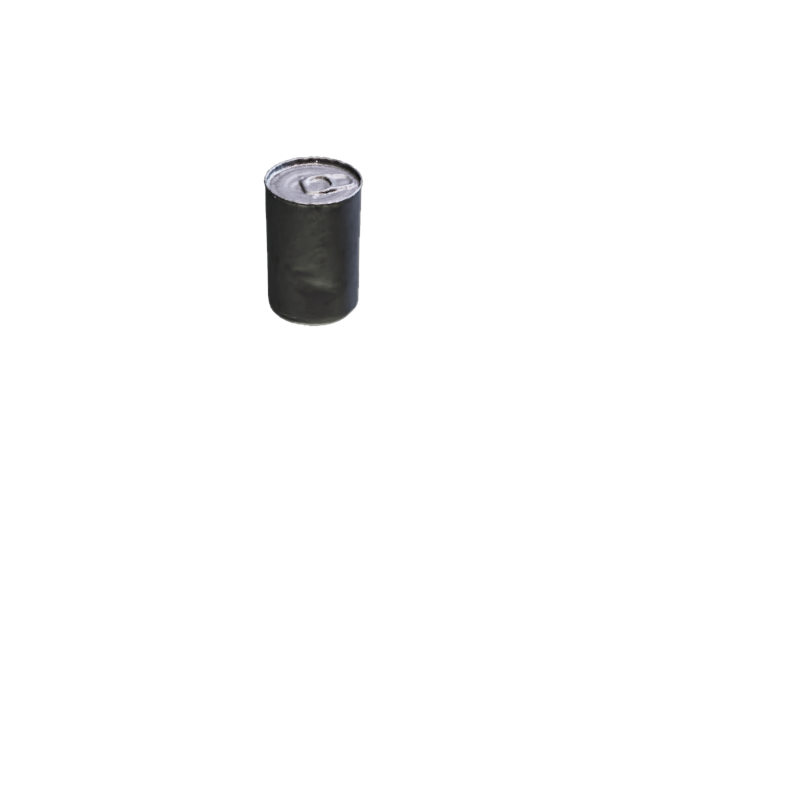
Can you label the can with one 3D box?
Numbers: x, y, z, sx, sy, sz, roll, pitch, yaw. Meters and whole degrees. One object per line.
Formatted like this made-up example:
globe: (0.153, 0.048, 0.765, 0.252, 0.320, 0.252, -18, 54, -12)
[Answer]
can: (-0.062, -0.112, 0.786, 0.068, 0.096, 0.073, 0, 35, -3)
